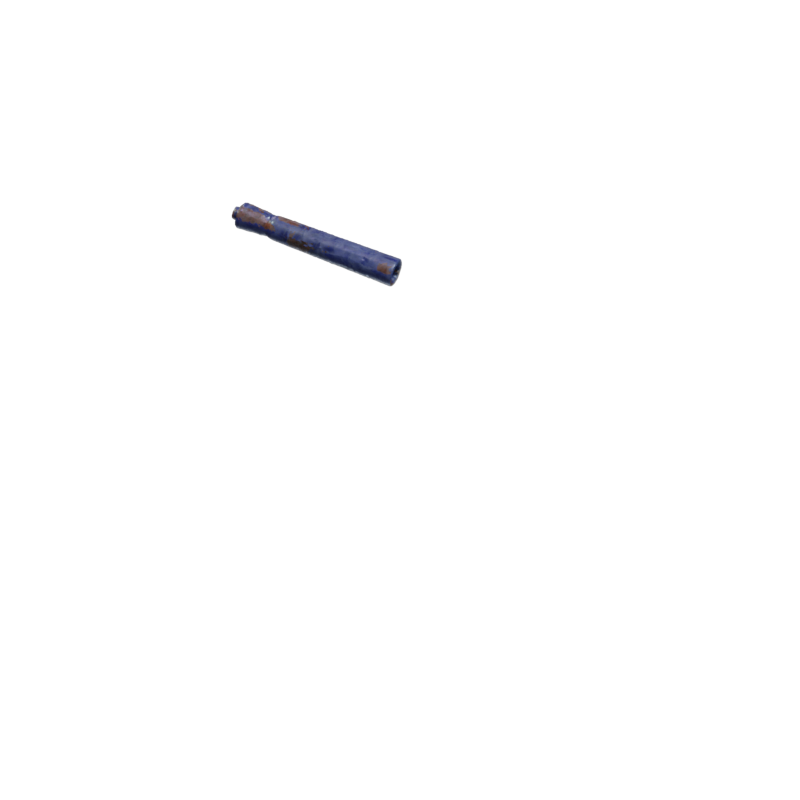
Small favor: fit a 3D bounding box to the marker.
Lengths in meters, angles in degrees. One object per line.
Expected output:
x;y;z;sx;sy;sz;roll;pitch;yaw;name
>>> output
-0.057;-0.104;0.729;0.126;0.019;0.019;23;11;19;marker
